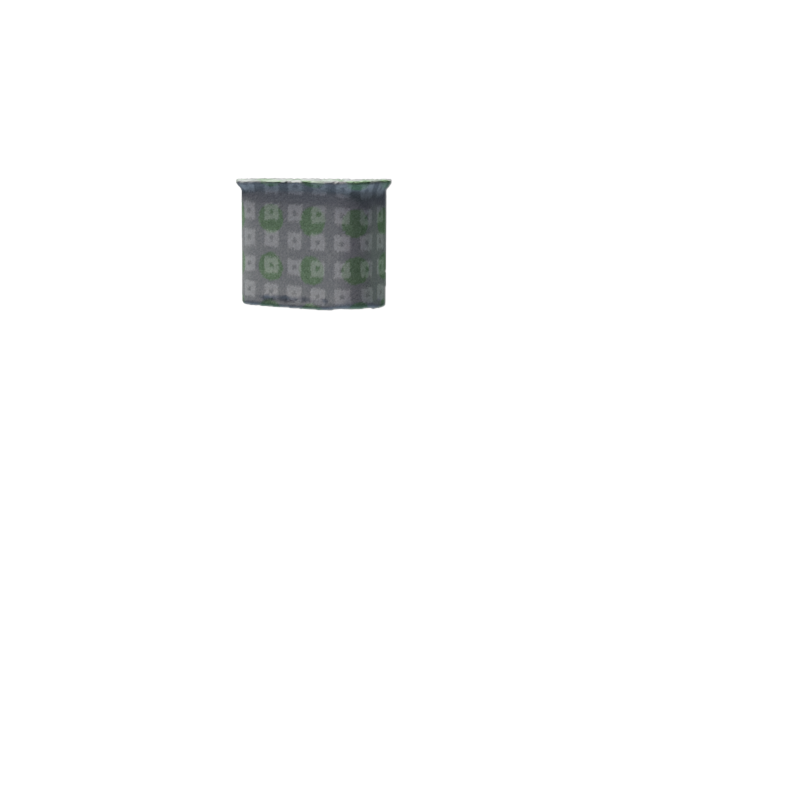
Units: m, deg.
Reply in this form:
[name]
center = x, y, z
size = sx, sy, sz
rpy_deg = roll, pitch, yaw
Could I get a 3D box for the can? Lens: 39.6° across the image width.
[can]
center = -0.058, -0.105, 0.736
size = 0.106, 0.083, 0.056
rpy_deg = 5, 9, 27
